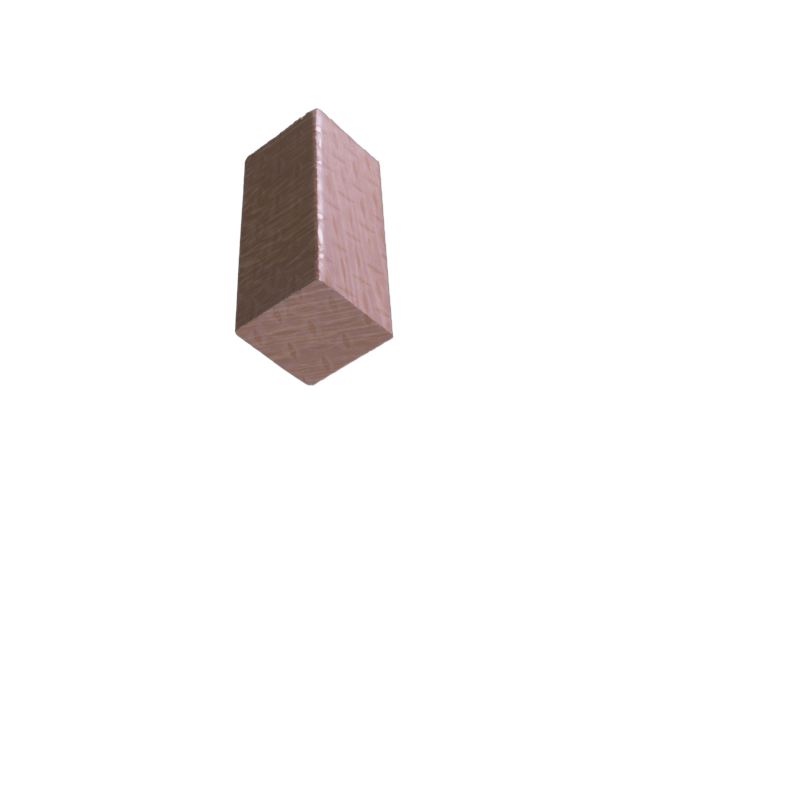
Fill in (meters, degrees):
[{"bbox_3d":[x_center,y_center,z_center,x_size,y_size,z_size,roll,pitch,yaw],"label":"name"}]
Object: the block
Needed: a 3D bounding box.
[{"bbox_3d":[-0.072,-0.131,0.913,0.090,0.221,0.084,-31,-49,27],"label":"block"}]
